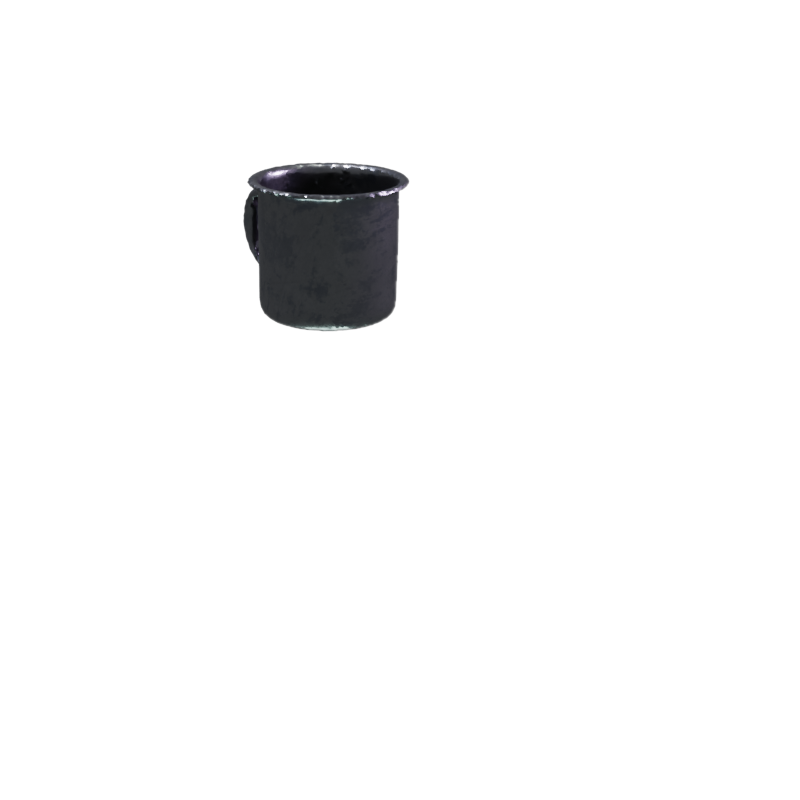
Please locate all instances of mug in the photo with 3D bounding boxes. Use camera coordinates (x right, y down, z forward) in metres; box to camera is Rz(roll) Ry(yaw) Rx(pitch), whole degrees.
[{"bbox_3d":[-0.052,-0.094,0.658,0.124,0.078,0.092,18,26,38],"label":"mug"}]
